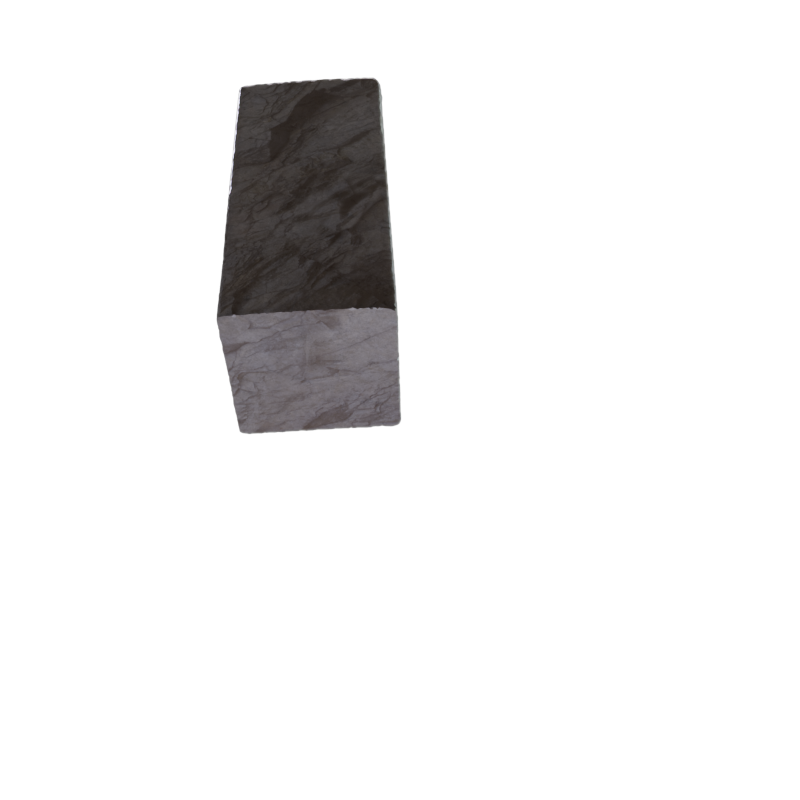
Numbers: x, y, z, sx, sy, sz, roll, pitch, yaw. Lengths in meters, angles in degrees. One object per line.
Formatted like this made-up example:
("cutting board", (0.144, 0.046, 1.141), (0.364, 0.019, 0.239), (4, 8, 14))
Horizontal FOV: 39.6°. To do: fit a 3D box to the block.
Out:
("block", (-0.050, -0.092, 0.642), (0.090, 0.084, 0.221), (-4, 45, 0))
